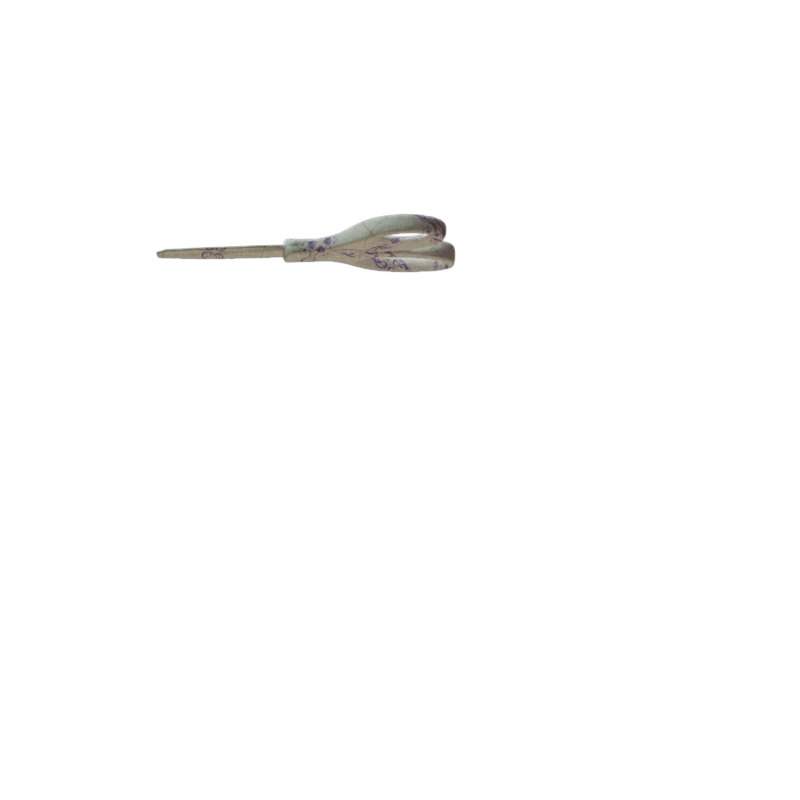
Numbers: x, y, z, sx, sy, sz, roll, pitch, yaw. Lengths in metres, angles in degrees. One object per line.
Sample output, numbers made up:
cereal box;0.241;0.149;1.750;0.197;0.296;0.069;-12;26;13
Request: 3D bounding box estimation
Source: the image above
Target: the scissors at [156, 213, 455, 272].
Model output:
scissors;-0.057;-0.104;0.731;0.199;0.016;0.094;2;-13;-10
